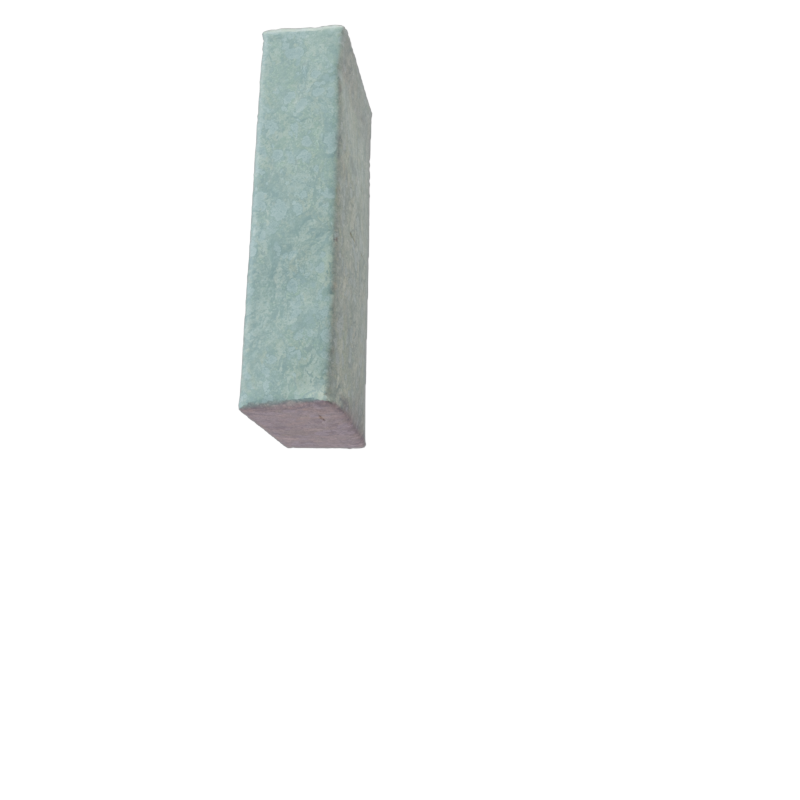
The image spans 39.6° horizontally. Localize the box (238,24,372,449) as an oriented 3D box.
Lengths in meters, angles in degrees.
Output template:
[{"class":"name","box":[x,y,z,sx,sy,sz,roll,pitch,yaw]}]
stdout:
[{"class":"box","box":[-0.040,-0.073,0.513,0.048,0.185,0.088,-4,-19,7]}]
